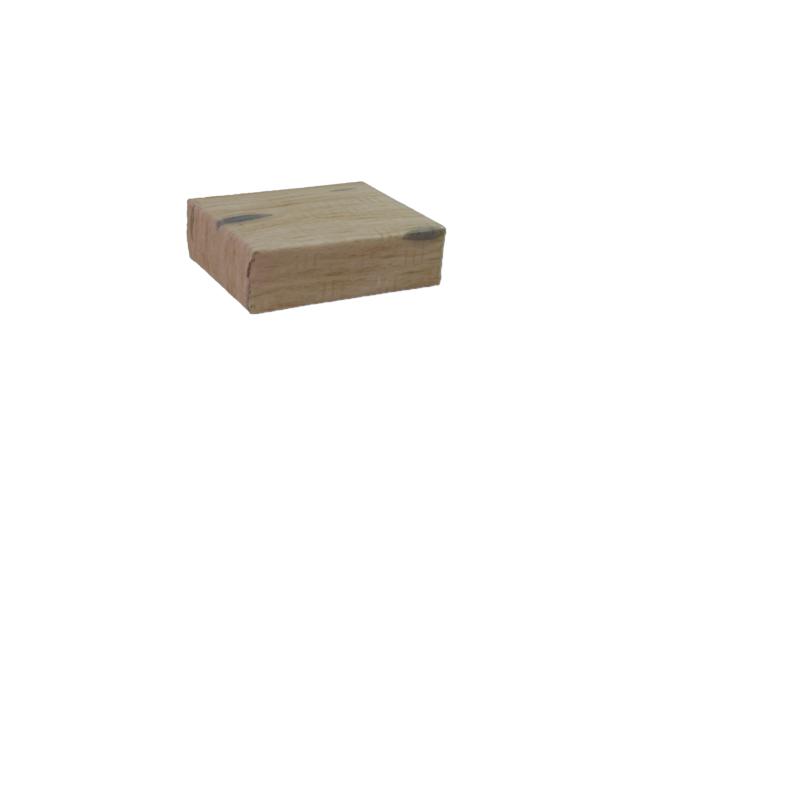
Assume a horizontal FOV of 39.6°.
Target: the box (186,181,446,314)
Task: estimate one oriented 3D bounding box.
[{"bbox_3d":[-0.046,-0.084,0.590,0.111,0.037,0.096,-13,28,-26],"label":"box"}]
